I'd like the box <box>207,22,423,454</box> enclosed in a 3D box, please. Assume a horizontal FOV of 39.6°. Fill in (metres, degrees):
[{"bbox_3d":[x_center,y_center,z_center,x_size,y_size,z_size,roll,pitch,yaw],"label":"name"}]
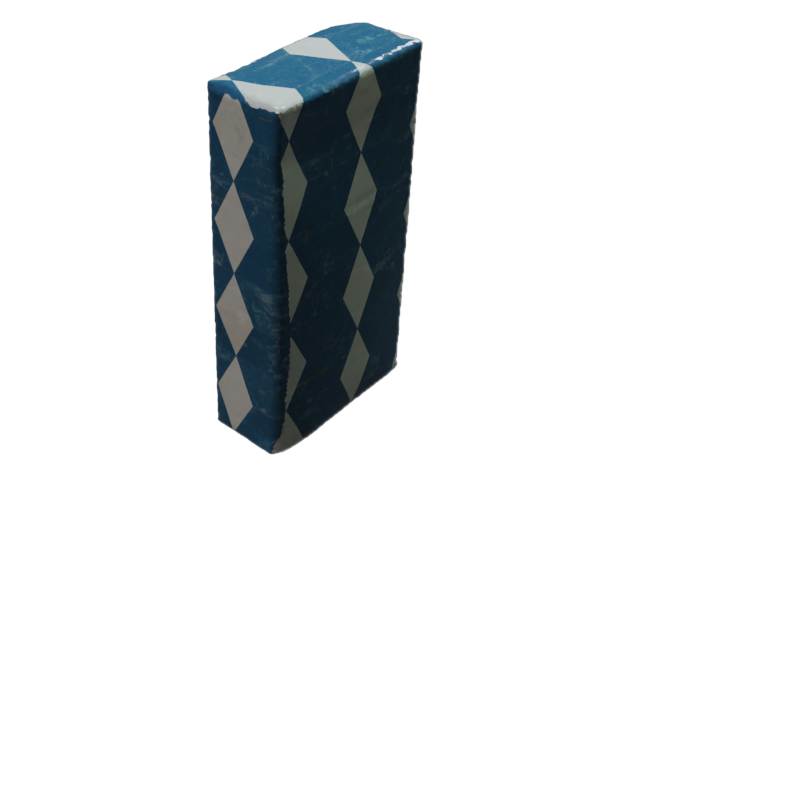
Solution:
[{"bbox_3d":[-0.038,-0.070,0.489,0.051,0.165,0.094,25,40,29],"label":"box"}]
